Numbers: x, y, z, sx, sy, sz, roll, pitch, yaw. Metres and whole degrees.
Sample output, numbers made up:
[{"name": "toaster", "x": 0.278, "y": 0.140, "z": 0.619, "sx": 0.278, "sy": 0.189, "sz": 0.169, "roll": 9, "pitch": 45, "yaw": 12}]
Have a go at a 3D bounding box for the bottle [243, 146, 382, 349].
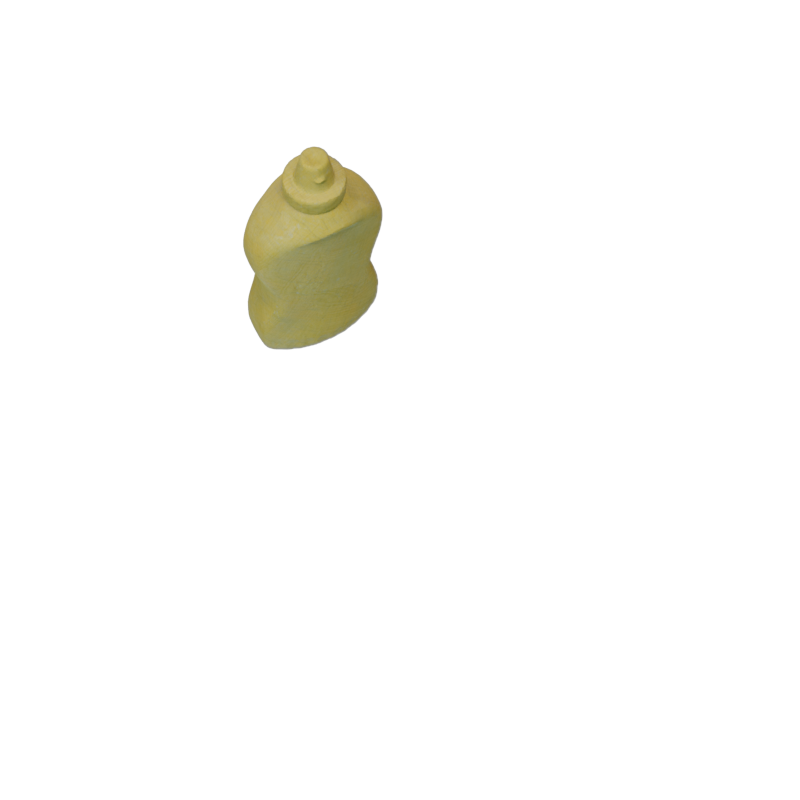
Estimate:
[{"name": "bottle", "x": -0.059, "y": -0.107, "z": 0.755, "sx": 0.096, "sy": 0.062, "sz": 0.180, "roll": -23, "pitch": -24, "yaw": -15}]
